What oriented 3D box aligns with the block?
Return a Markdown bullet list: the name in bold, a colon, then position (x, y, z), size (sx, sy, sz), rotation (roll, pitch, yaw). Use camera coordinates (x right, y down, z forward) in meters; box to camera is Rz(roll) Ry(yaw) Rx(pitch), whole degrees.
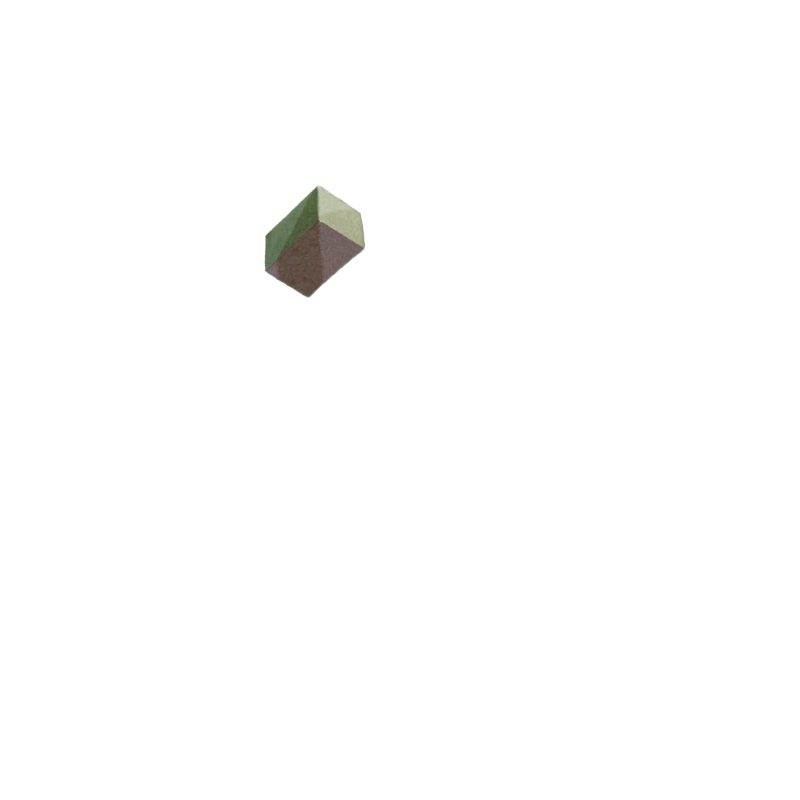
- **block**: position (-0.076, -0.139, 0.976), size (0.050, 0.055, 0.077), rotation (33, -54, -30)
